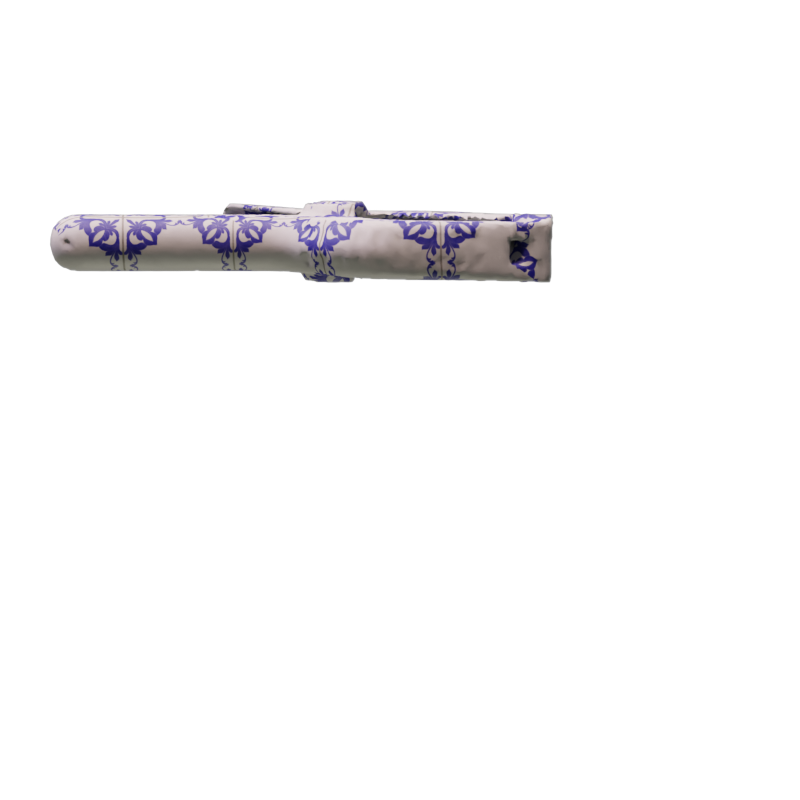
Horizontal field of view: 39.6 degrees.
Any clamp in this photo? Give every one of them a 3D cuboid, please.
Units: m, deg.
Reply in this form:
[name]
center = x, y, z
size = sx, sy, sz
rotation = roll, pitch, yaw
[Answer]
[clamp]
center = -0.039, -0.072, 0.504
size = 0.218, 0.036, 0.162
rotation = 7, 15, 29
